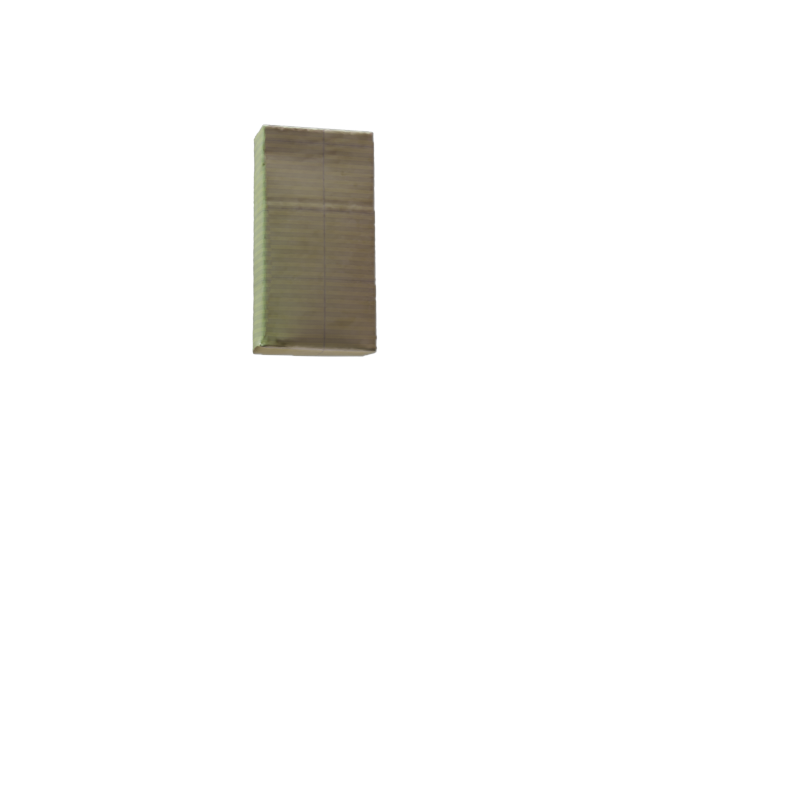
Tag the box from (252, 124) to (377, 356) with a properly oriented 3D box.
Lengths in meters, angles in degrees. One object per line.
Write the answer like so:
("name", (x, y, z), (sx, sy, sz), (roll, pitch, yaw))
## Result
("box", (-0.068, -0.124, 0.869), (0.091, 0.182, 0.047), (2, -13, -15))
